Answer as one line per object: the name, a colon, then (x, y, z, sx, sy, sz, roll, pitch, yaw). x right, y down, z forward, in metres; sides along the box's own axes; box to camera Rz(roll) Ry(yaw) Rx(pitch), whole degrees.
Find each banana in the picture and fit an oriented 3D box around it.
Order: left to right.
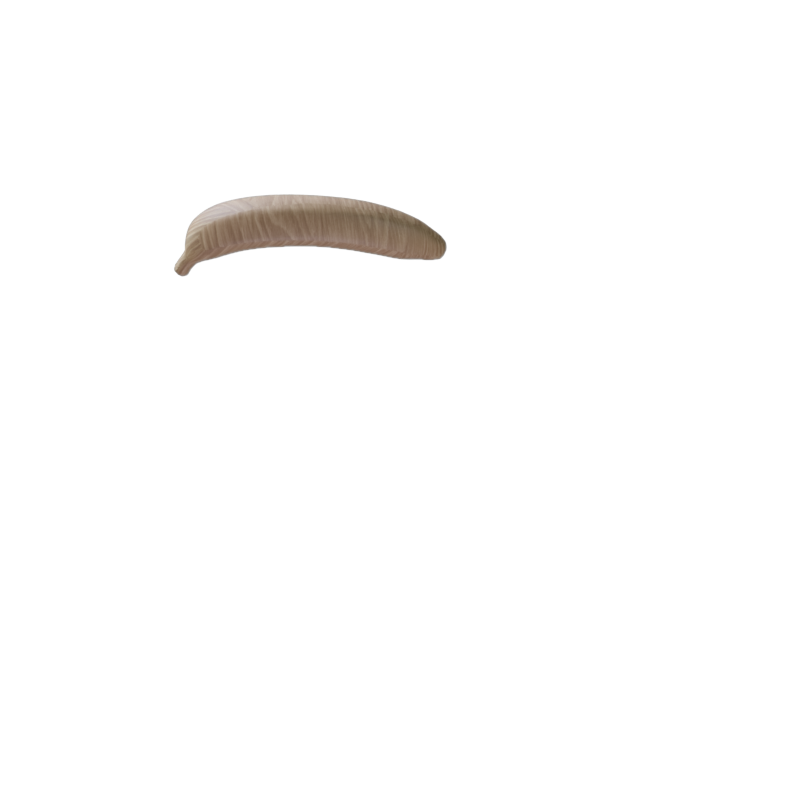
banana: (-0.067, -0.119, 0.780, 0.199, 0.039, 0.066, -1, -19, 4)
